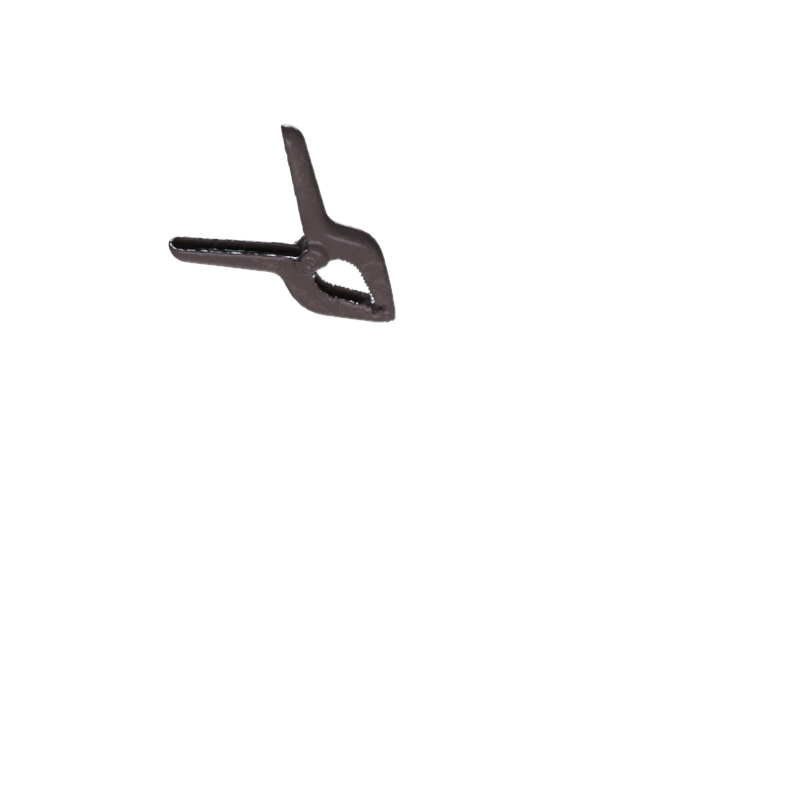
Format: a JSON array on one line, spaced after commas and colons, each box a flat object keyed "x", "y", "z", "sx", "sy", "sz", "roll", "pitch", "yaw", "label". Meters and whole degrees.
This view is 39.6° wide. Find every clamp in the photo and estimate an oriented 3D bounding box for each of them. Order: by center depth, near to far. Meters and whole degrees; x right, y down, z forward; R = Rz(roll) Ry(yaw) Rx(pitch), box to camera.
[{"x": -0.077, "y": -0.141, "z": 0.986, "sx": 0.201, "sy": 0.161, "sz": 0.039, "roll": 31, "pitch": 30, "yaw": -20, "label": "clamp"}]
